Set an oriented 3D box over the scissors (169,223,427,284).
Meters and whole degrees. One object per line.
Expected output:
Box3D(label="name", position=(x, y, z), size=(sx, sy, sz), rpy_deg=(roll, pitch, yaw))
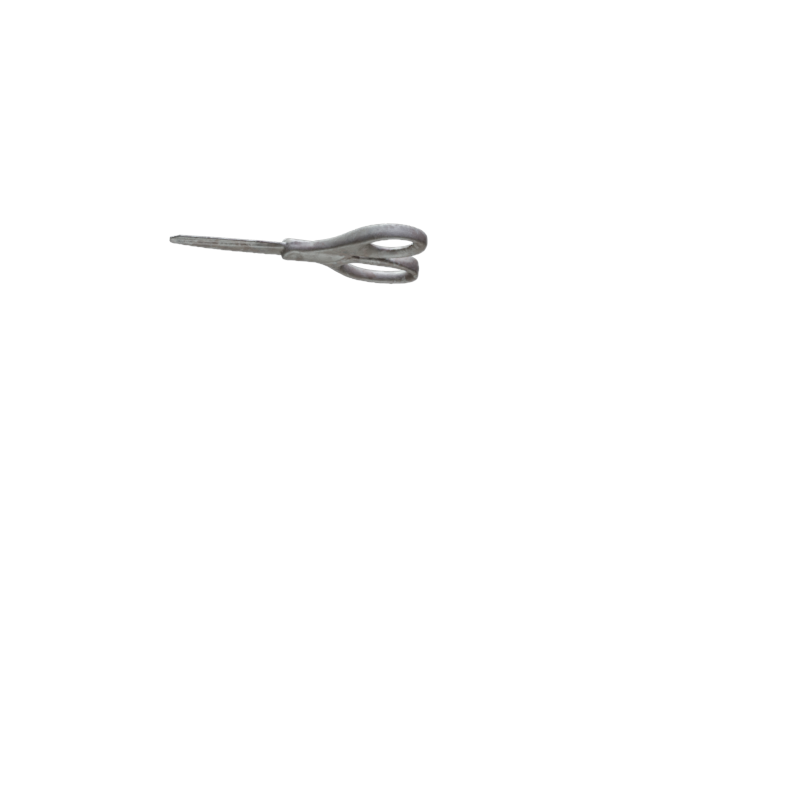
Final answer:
Box3D(label="scissors", position=(-0.067, -0.122, 0.854), size=(0.194, 0.017, 0.095), rpy_deg=(10, -22, -25))
